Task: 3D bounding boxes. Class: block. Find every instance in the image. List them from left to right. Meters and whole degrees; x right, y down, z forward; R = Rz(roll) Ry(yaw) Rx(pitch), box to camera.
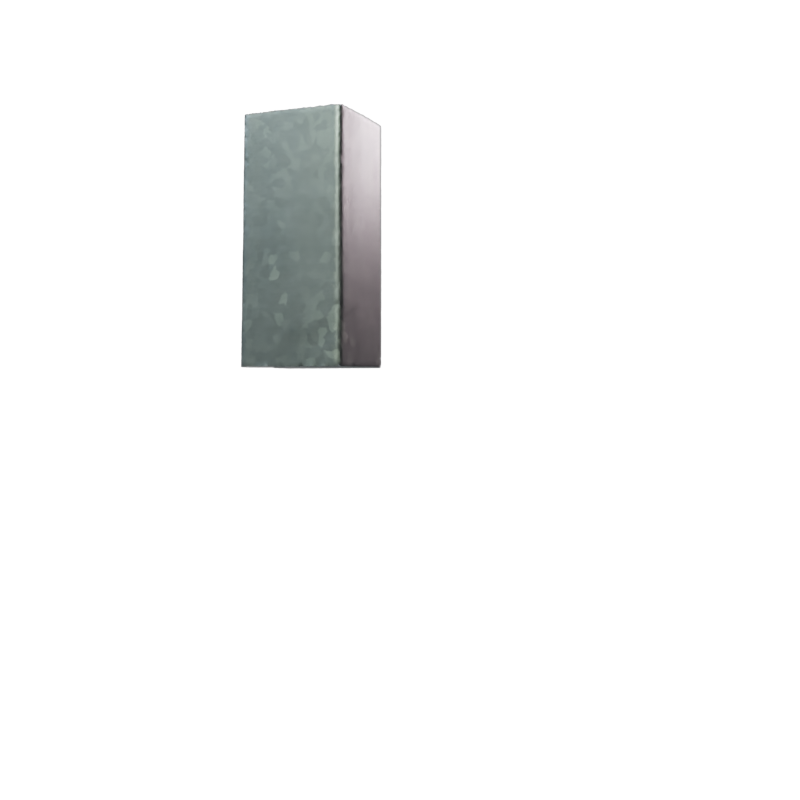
[{"bbox_3d":[-0.071,-0.130,0.914,0.093,0.210,0.086,-3,-7,23],"label":"block"}]
